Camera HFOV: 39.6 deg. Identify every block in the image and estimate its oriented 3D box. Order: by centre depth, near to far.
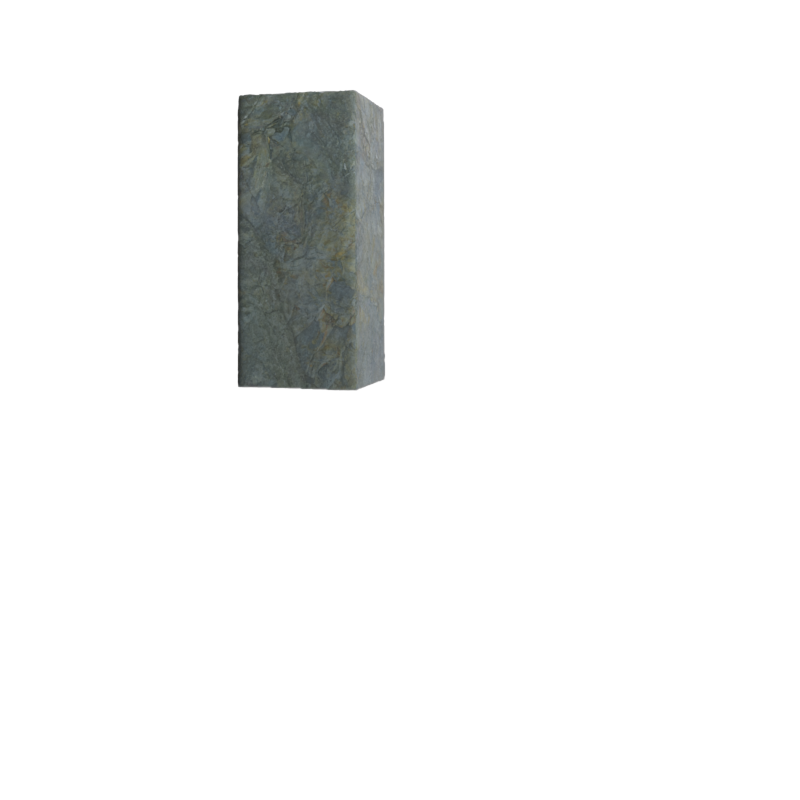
[{"bbox_3d":[-0.064,-0.116,0.811,0.092,0.207,0.089,0,-1,14],"label":"block"}]
